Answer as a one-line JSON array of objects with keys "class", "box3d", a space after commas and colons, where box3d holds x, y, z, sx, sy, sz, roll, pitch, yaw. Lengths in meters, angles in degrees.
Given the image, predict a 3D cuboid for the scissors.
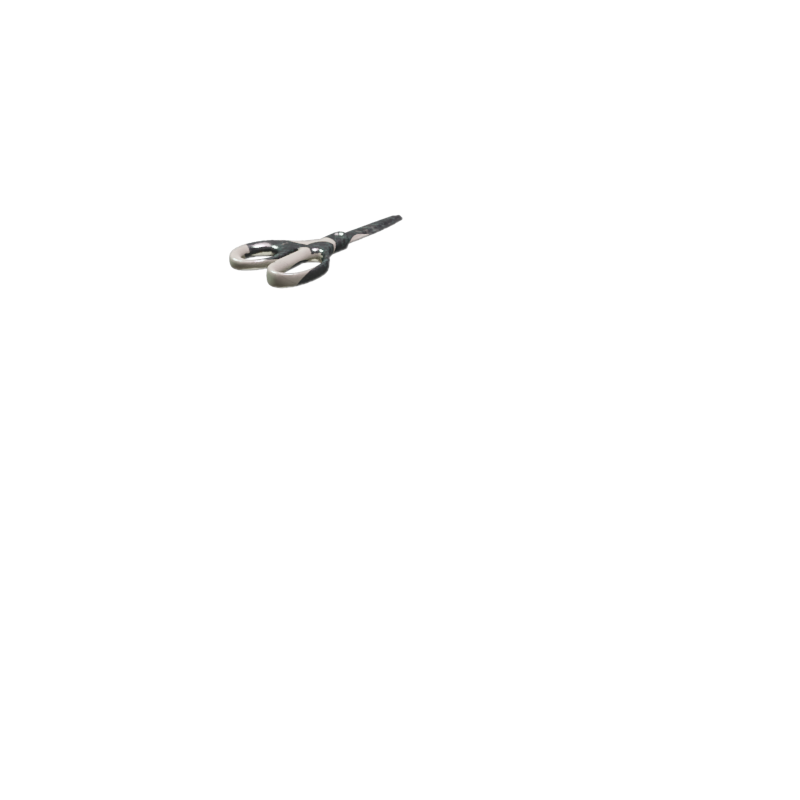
[{"class": "scissors", "box3d": [-0.077, -0.140, 0.983, 0.099, 0.015, 0.205, 9, 27, 19]}]
